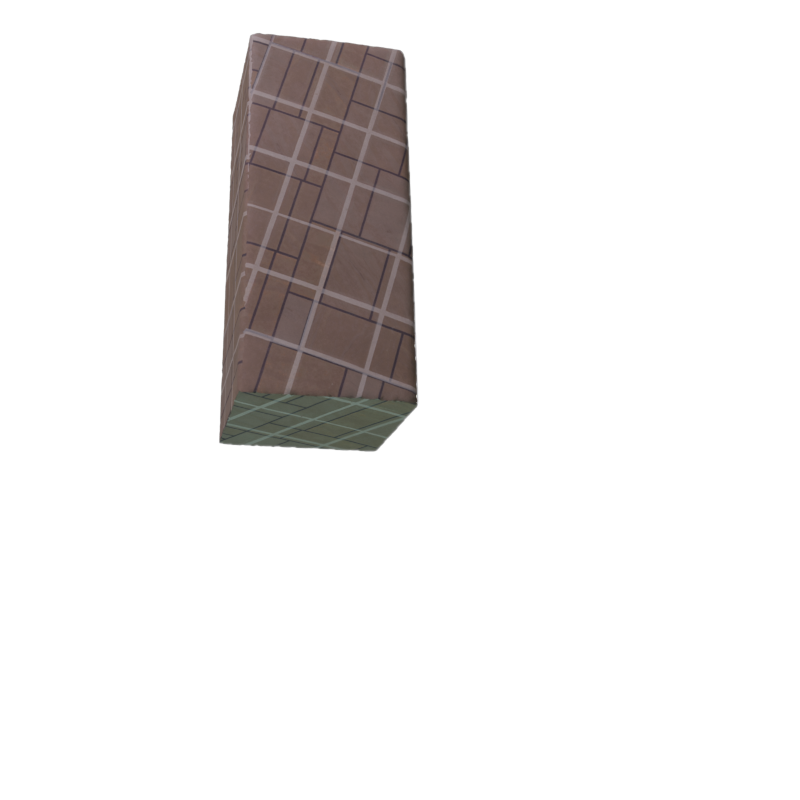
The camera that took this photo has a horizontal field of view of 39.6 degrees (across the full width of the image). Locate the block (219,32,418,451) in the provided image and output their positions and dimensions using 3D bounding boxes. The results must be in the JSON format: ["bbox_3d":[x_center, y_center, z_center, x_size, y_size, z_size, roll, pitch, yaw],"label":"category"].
[{"bbox_3d":[-0.047,-0.087,0.606,0.089,0.218,0.087,4,-25,-13],"label":"block"}]
